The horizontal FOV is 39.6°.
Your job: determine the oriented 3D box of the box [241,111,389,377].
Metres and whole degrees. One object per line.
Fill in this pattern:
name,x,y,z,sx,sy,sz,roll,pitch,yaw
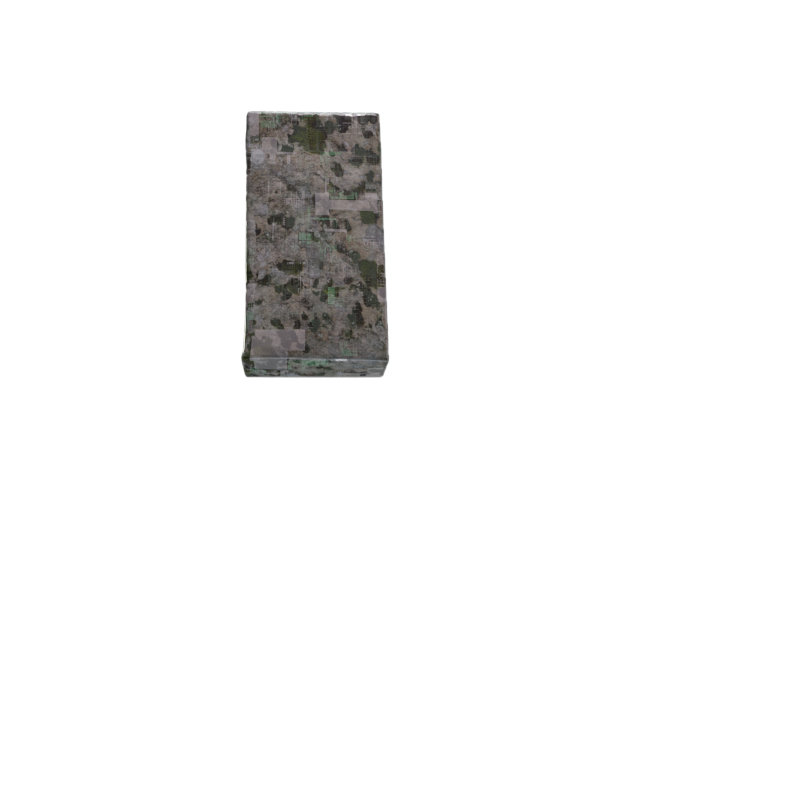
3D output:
box,-0.057,-0.105,0.735,0.093,0.186,0.046,0,-23,-4
